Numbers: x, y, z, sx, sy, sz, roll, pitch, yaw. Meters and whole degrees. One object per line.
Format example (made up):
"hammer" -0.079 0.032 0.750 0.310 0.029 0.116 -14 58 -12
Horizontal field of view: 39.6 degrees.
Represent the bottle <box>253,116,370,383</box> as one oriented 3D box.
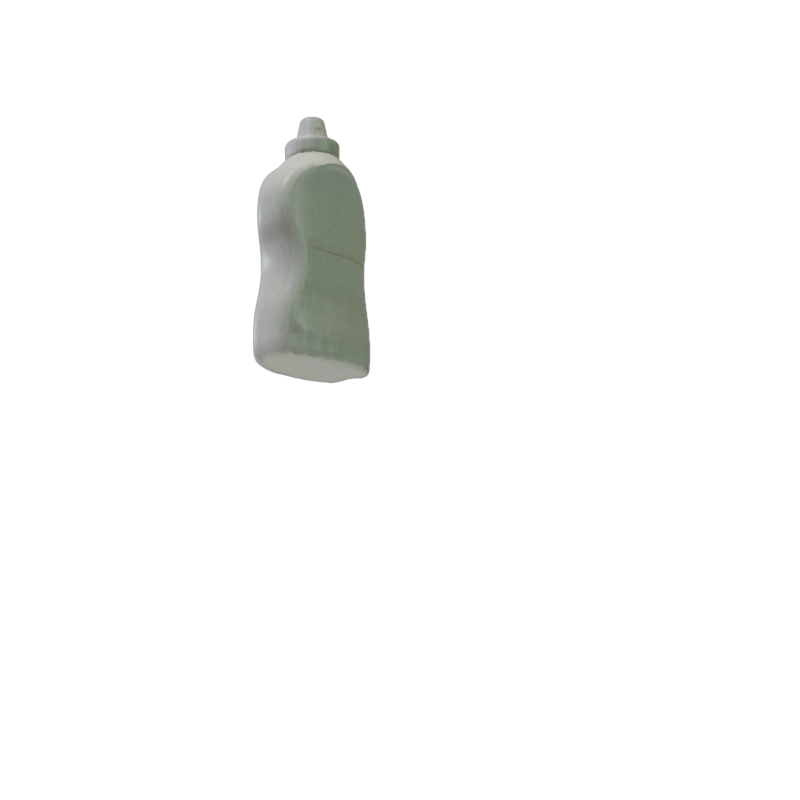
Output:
"bottle" -0.063 -0.114 0.798 0.059 0.200 0.090 -15 -22 37
